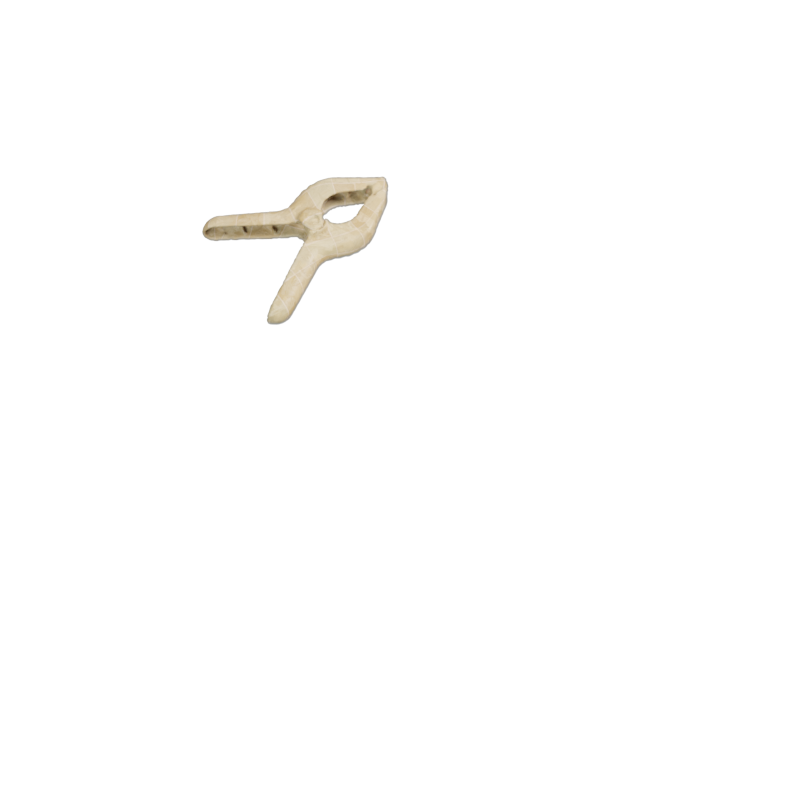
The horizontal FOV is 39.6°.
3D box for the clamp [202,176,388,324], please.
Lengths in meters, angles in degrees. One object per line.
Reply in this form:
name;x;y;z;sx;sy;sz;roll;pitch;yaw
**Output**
clamp;-0.077;-0.141;0.988;0.171;0.127;0.037;-25;-21;-10
